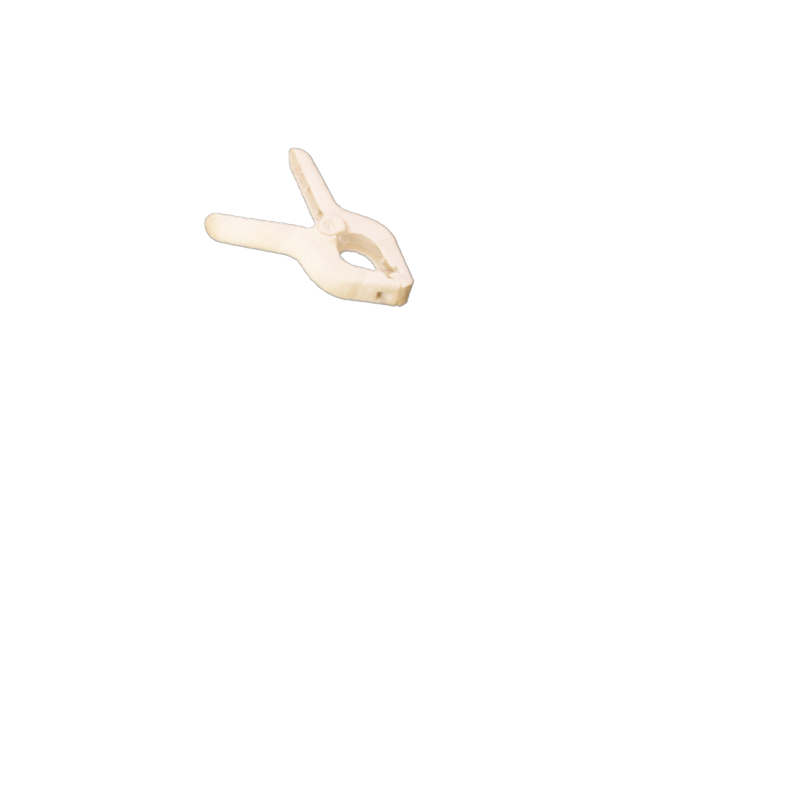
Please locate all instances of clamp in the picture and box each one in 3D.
[{"bbox_3d":[-0.070,-0.127,0.888,0.121,0.182,0.037,-38,-26,-23],"label":"clamp"}]
